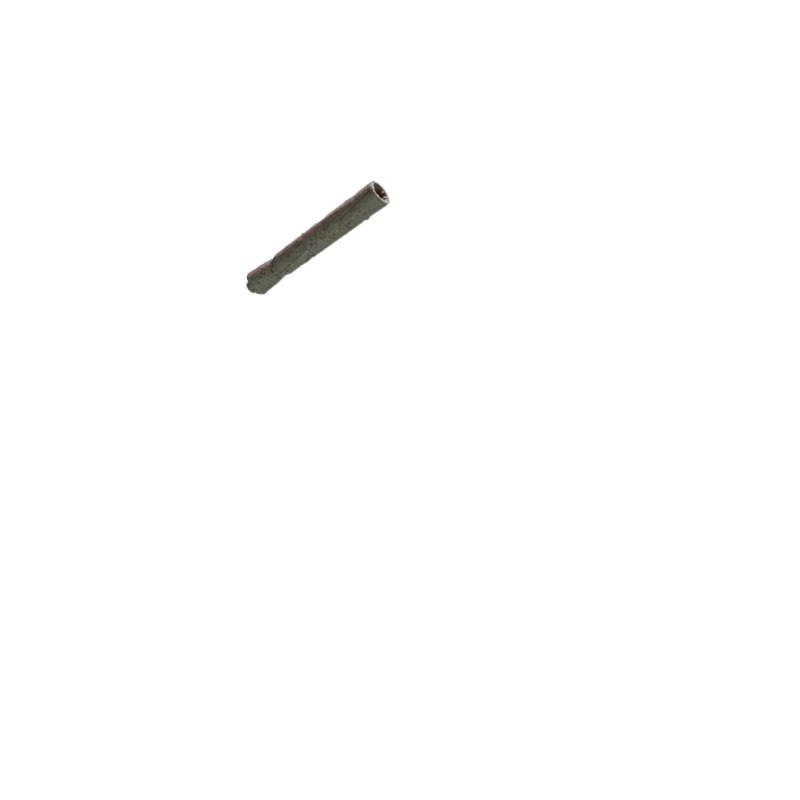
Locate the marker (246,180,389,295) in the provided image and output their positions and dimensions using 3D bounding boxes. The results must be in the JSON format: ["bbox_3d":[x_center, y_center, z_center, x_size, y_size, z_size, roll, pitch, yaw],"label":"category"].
[{"bbox_3d":[-0.059,-0.107,0.749,0.120,0.020,0.019,-32,-12,26],"label":"marker"}]
